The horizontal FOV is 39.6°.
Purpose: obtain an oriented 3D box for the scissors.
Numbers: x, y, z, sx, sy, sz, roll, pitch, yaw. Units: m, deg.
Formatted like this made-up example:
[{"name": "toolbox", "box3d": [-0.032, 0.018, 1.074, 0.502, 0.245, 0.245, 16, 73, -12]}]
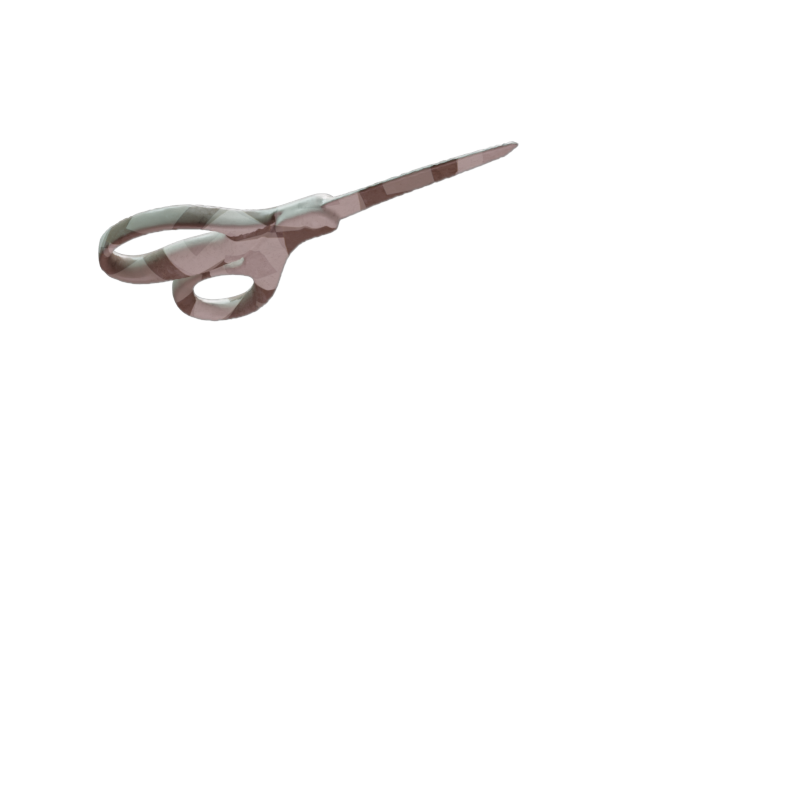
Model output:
[{"name": "scissors", "box3d": [-0.040, -0.074, 0.515, 0.204, 0.017, 0.089, -7, -29, 13]}]
